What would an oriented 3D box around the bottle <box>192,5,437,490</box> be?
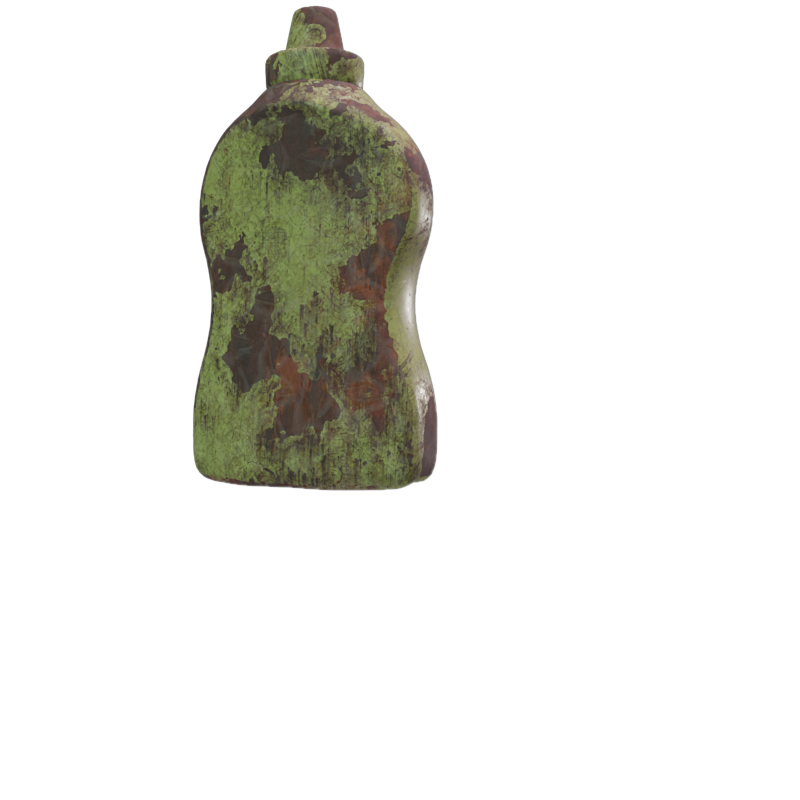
[{"bbox_3d":[-0.035,-0.064,0.448,0.099,0.194,0.056,-2,-5,24],"label":"bottle"}]
